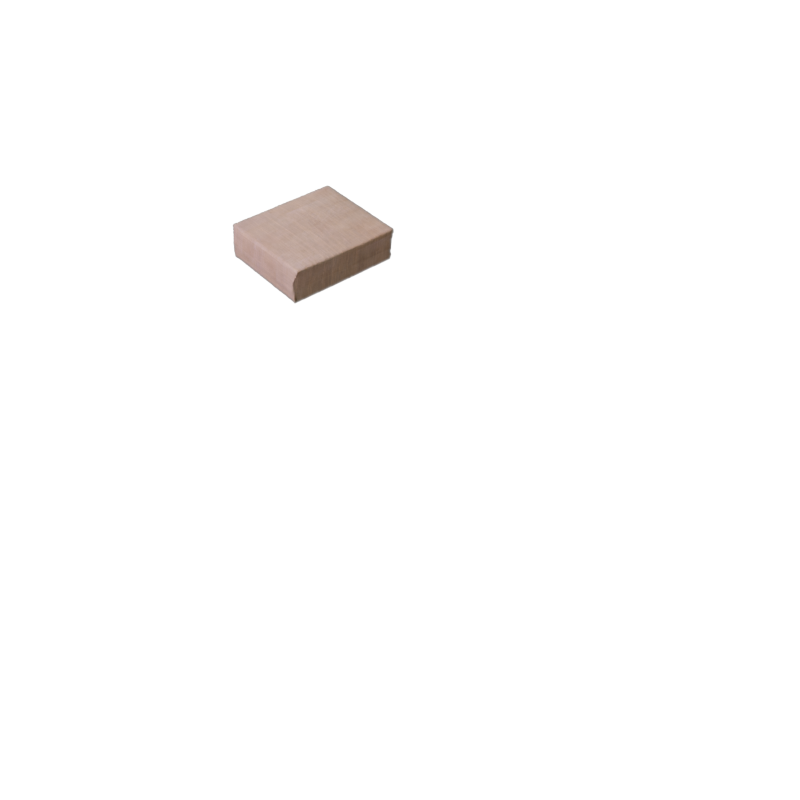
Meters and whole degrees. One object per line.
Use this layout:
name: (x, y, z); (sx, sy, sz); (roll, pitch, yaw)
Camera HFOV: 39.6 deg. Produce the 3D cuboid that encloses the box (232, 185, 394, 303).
box: (-0.076, -0.139, 0.973); (0.113, 0.036, 0.096); (-30, 49, -31)
